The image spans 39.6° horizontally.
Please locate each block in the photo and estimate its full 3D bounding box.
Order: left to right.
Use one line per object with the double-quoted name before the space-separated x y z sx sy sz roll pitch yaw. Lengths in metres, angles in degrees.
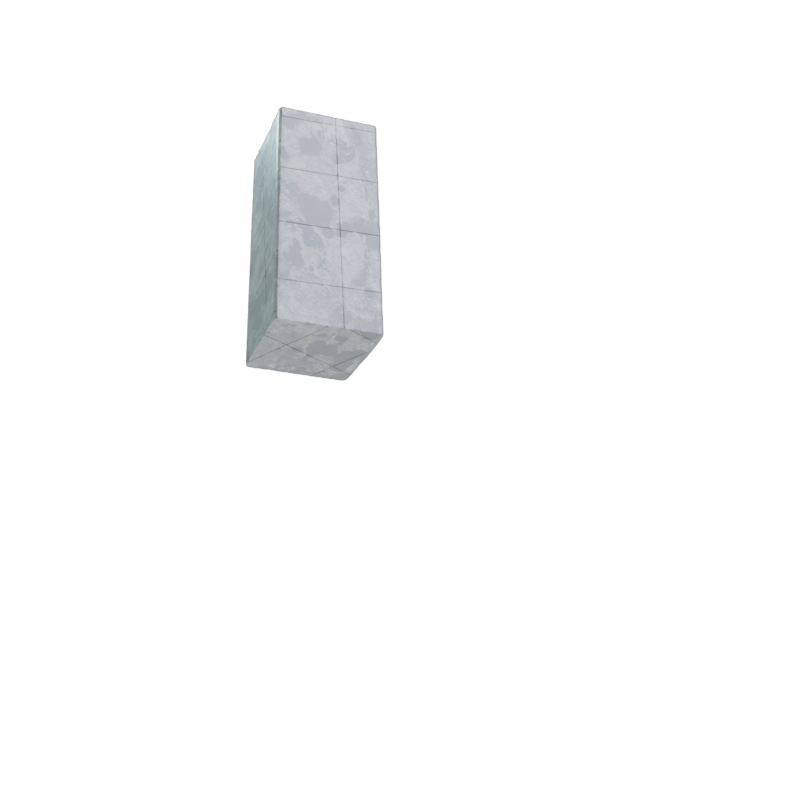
"block" -0.073 -0.133 0.934 0.088 0.220 0.087 9 -32 -18
